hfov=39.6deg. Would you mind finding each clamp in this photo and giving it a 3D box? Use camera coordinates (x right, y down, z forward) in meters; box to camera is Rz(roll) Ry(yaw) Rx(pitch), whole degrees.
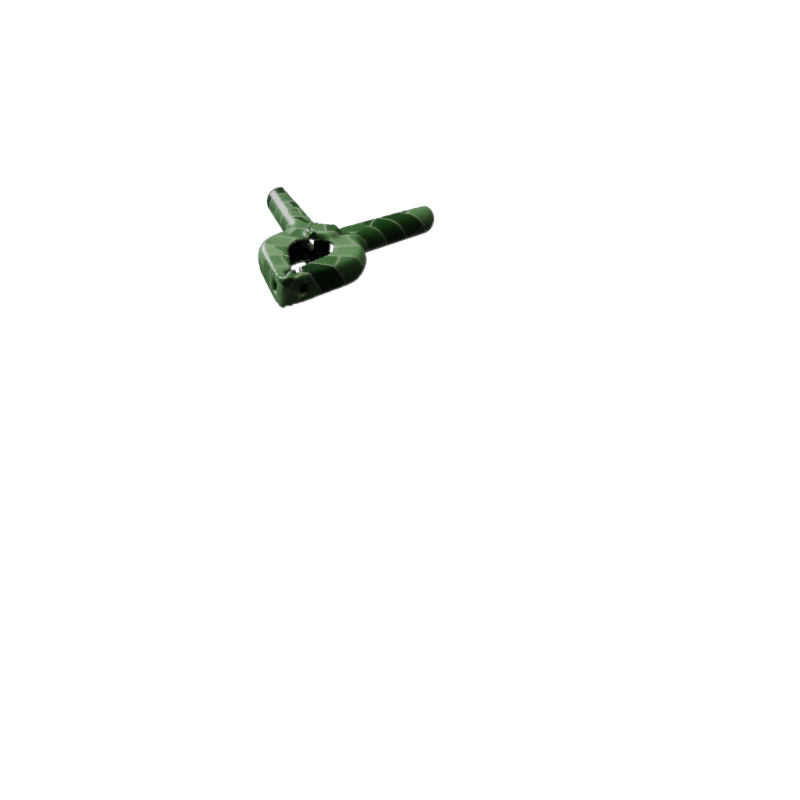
[{"bbox_3d":[-0.078,-0.142,0.996,0.170,0.034,0.215,11,32,19],"label":"clamp"}]
